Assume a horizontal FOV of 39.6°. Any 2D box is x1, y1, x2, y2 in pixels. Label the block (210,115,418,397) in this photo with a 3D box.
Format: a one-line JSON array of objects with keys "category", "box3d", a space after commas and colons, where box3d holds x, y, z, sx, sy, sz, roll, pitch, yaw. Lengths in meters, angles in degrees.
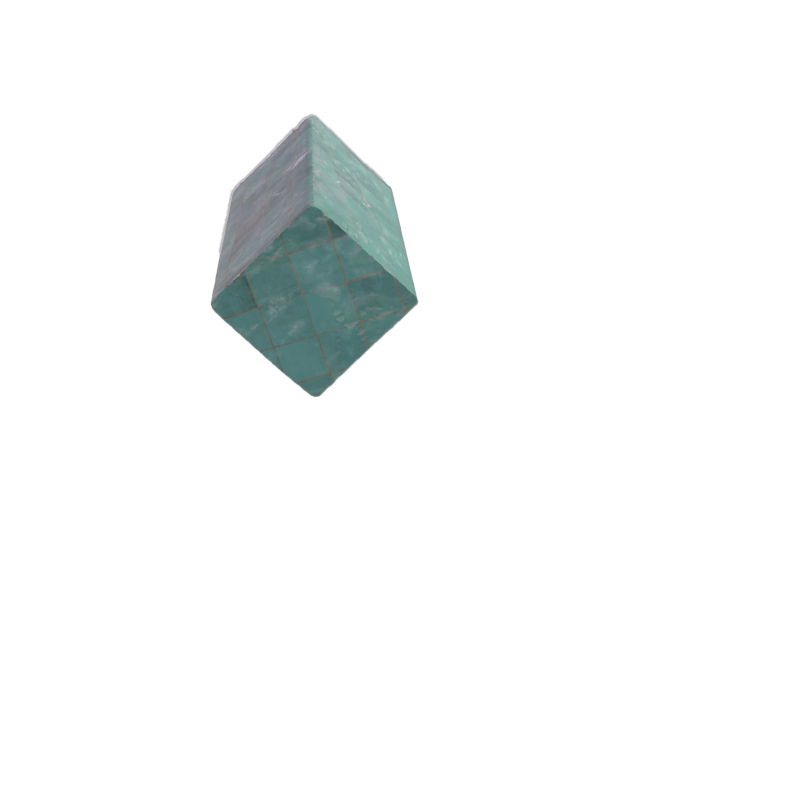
[{"category": "block", "box3d": [-0.058, -0.105, 0.737, 0.086, 0.090, 0.218, 41, 18, -21]}]
